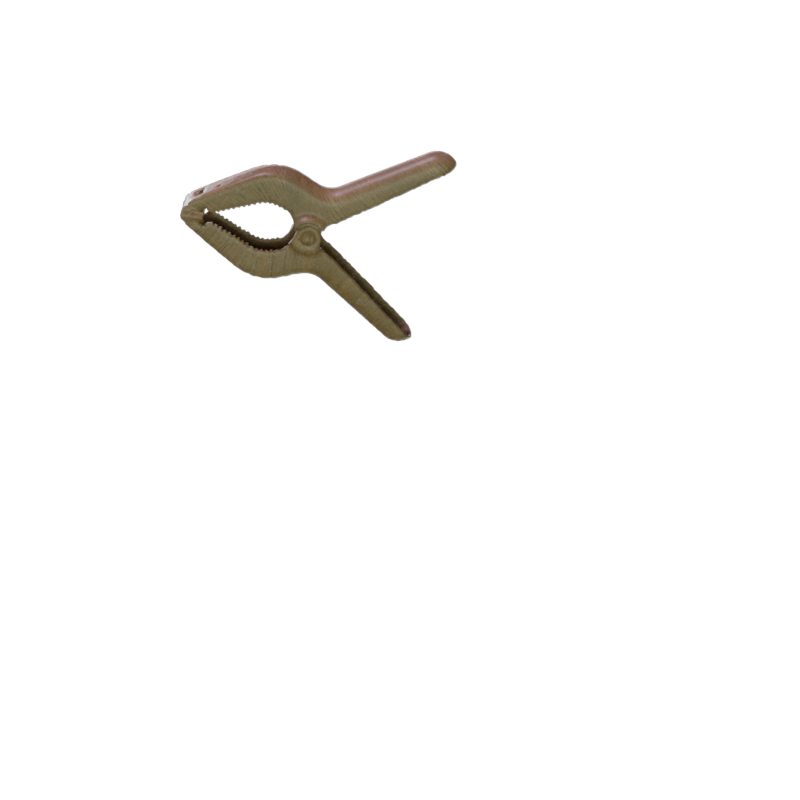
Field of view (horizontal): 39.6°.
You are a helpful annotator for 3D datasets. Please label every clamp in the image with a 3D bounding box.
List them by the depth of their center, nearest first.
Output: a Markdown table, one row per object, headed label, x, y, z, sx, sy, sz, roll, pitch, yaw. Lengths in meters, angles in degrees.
| label | x | y | z | sx | sy | sz | roll | pitch | yaw |
| --- | --- | --- | --- | --- | --- | --- | --- | --- | --- |
| clamp | -0.069 | -0.126 | 0.880 | 0.209 | 0.156 | 0.038 | 4 | 24 | -2 |
